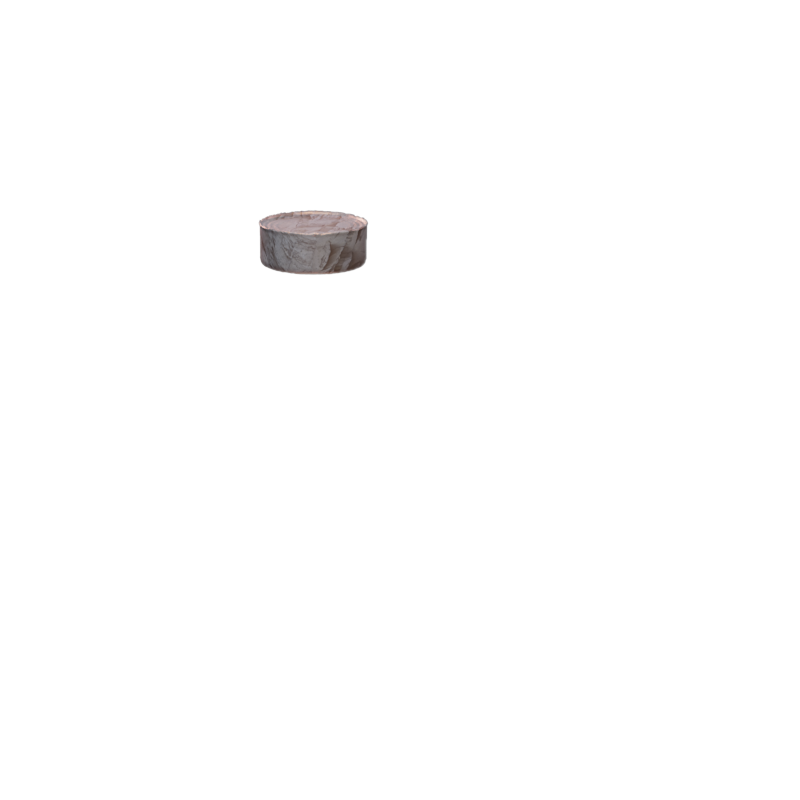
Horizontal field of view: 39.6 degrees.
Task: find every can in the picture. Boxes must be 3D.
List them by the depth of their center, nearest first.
[{"bbox_3d":[-0.068,-0.125,0.874,0.086,0.032,0.089,-1,20,-2],"label":"can"}]
